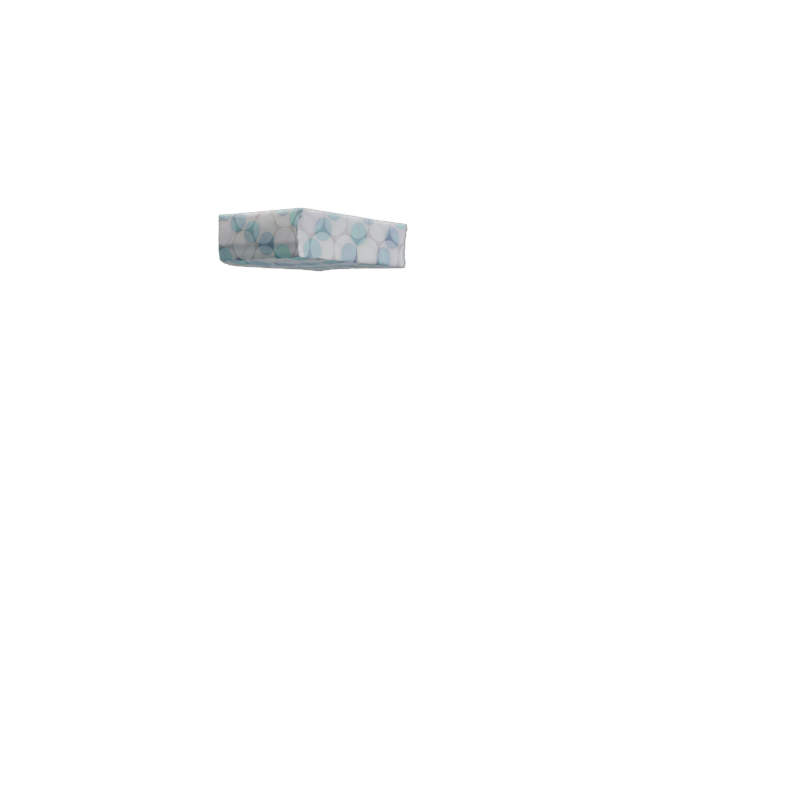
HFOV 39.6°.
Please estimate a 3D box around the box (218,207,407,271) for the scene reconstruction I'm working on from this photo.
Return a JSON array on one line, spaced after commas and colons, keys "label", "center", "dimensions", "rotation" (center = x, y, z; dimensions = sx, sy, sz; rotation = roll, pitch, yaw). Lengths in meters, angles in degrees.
[{"label": "box", "center": [-0.064, -0.116, 0.816], "dimensions": [0.093, 0.039, 0.109], "rotation": [2, 4, 43]}]
